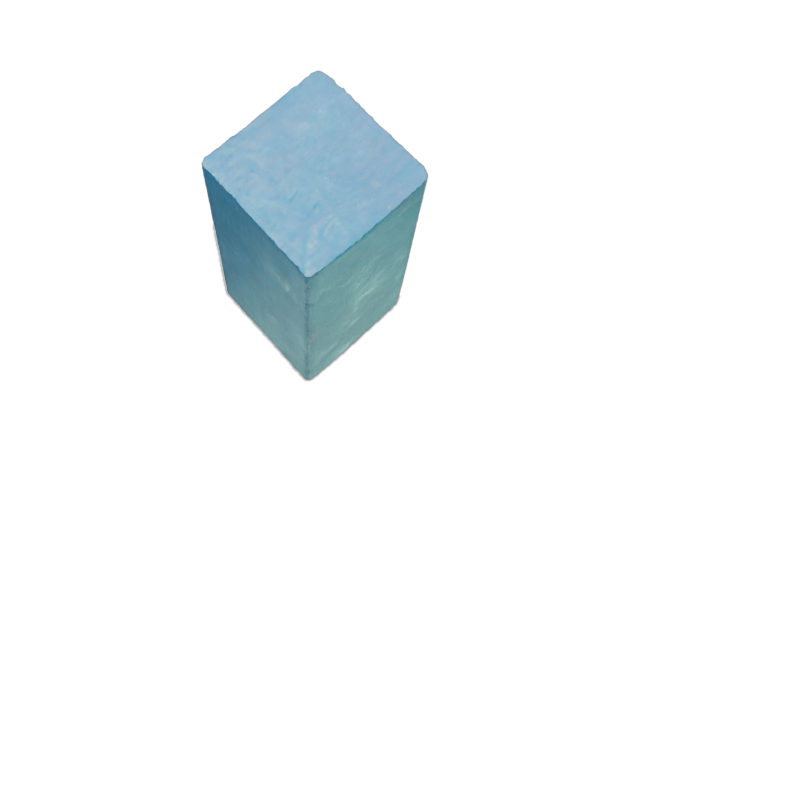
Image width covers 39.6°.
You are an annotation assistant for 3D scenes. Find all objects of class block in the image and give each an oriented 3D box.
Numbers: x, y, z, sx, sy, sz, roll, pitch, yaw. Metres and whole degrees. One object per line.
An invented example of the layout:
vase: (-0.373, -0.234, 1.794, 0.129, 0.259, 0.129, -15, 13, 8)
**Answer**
block: (-0.053, -0.097, 0.680, 0.091, 0.094, 0.198, -41, -10, -13)
